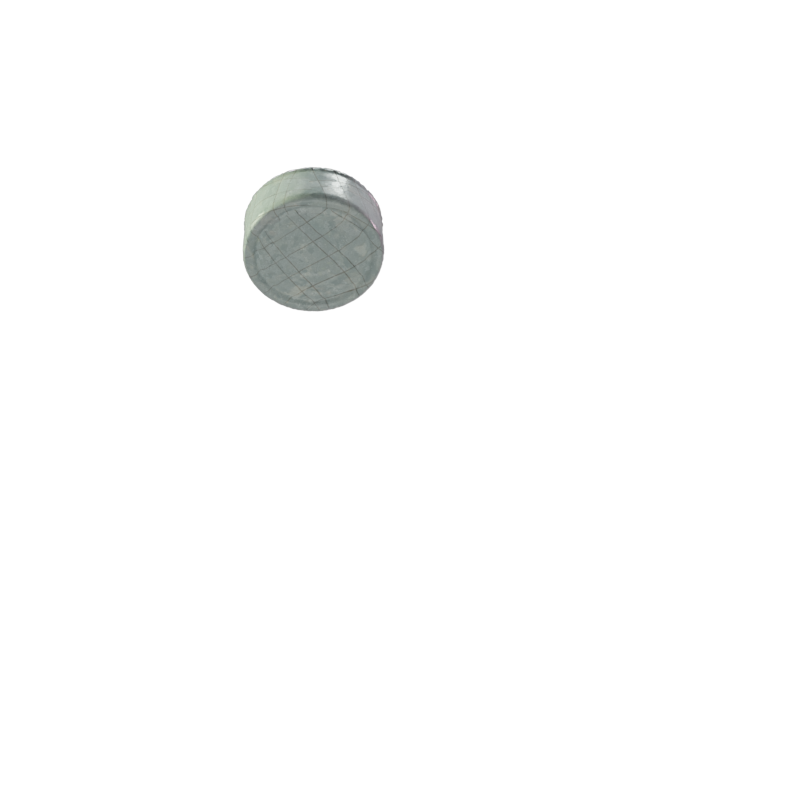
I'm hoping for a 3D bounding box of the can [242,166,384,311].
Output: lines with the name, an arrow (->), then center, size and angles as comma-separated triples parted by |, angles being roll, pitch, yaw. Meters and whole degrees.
can -> -0.052, -0.096, 0.670 | 0.086, 0.080, 0.036 | 1, 38, -1
